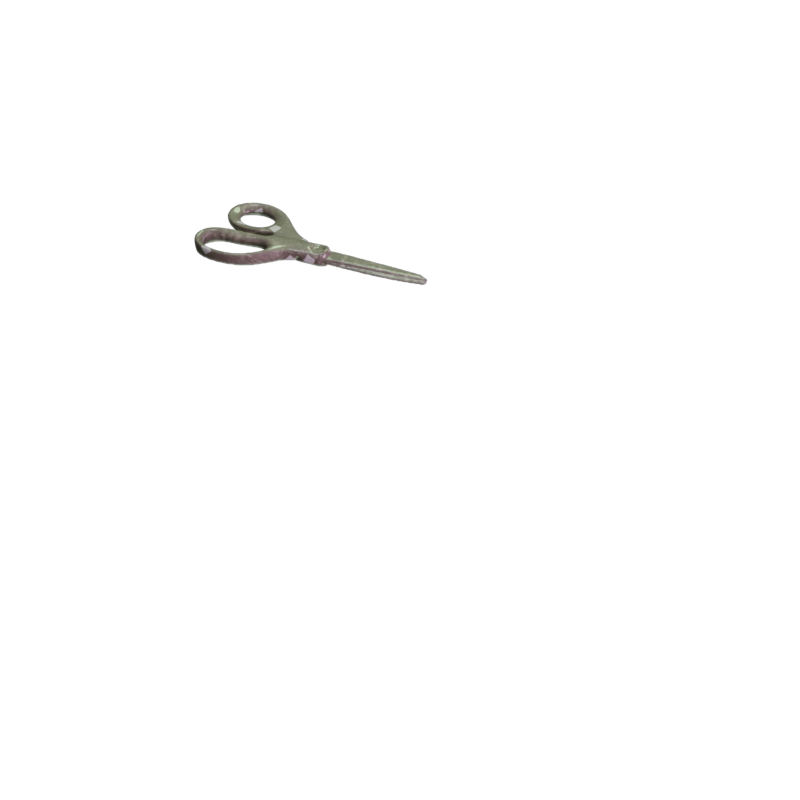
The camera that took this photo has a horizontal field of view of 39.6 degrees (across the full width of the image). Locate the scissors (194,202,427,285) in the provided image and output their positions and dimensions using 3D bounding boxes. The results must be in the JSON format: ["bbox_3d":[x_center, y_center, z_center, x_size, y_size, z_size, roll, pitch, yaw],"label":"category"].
[{"bbox_3d":[-0.075,-0.136,0.954,0.204,0.015,0.102,5,39,7],"label":"scissors"}]
